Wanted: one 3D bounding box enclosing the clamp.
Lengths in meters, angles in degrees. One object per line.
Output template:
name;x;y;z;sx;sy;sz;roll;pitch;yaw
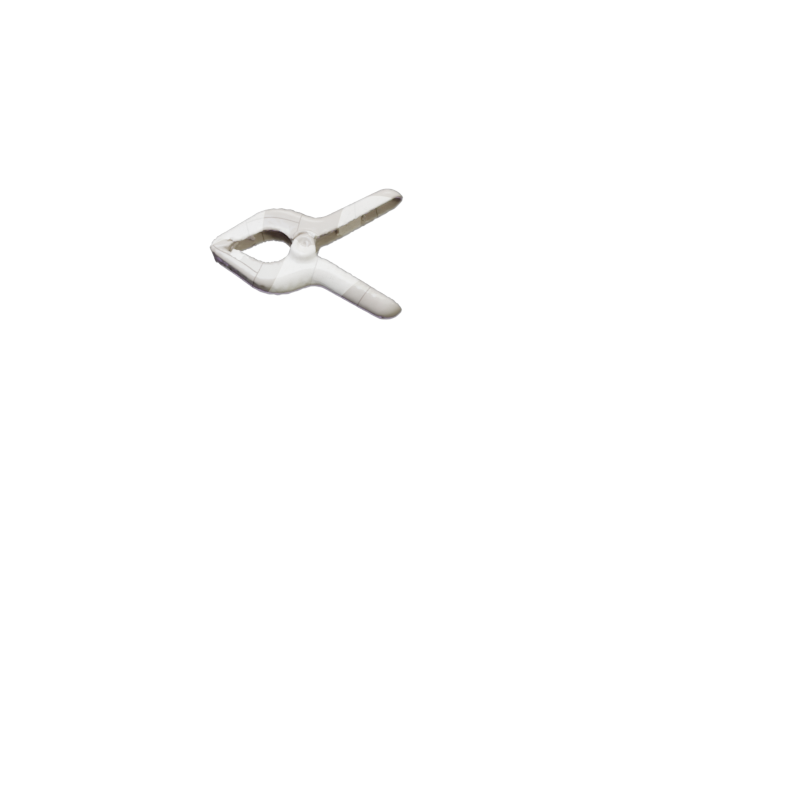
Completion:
clamp;-0.075;-0.138;0.963;0.173;0.126;0.037;10;-28;5
